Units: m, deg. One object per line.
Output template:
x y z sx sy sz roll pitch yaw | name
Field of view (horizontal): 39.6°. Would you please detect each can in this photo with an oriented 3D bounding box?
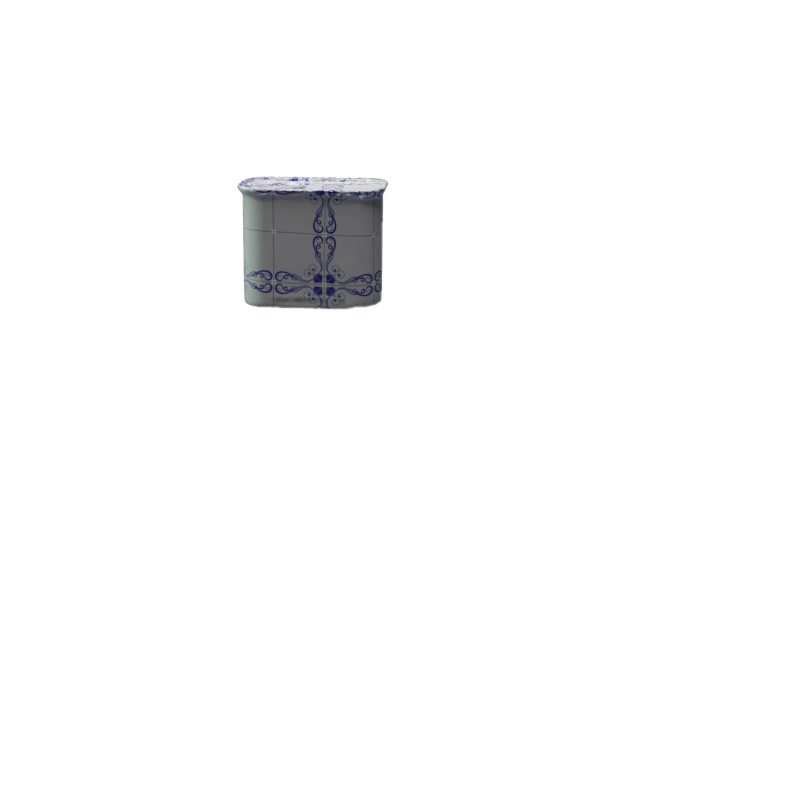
-0.061 -0.110 0.772 0.103 0.081 0.059 2 15 5 | can
